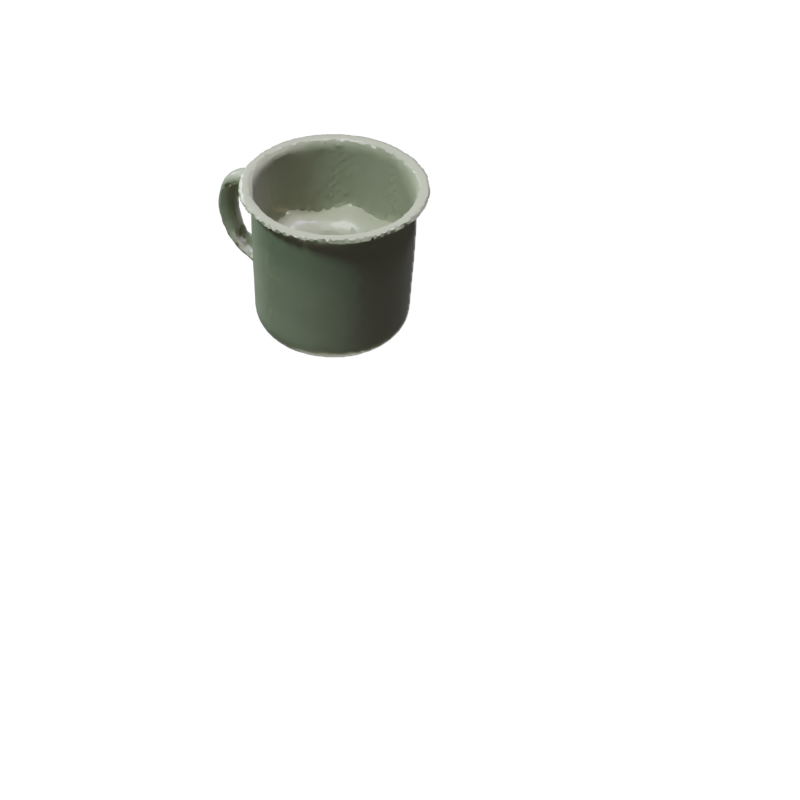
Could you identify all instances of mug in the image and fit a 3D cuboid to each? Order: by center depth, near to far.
[{"bbox_3d":[-0.044,-0.081,0.566,0.123,0.076,0.095,22,45,22],"label":"mug"}]
